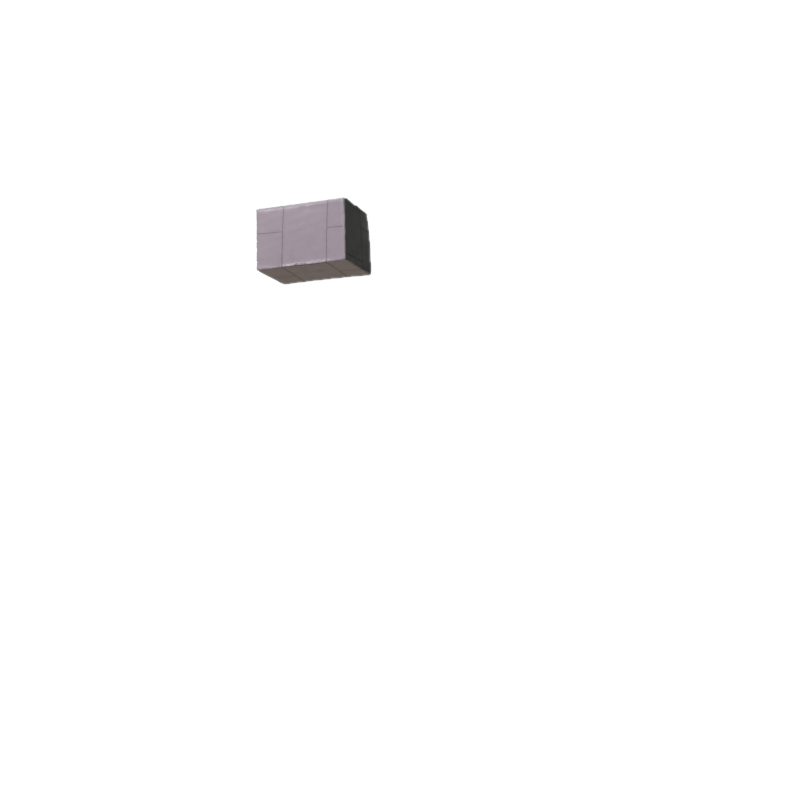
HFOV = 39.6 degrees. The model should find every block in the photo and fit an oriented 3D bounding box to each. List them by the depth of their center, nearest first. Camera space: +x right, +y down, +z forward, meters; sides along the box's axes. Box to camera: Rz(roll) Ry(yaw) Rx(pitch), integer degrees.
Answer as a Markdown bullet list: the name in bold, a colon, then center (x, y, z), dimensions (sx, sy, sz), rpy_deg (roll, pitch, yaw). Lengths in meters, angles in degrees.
- **block**: center (-0.068, -0.124, 0.871), dimensions (0.080, 0.053, 0.050), rpy_deg (-4, -12, 21)
